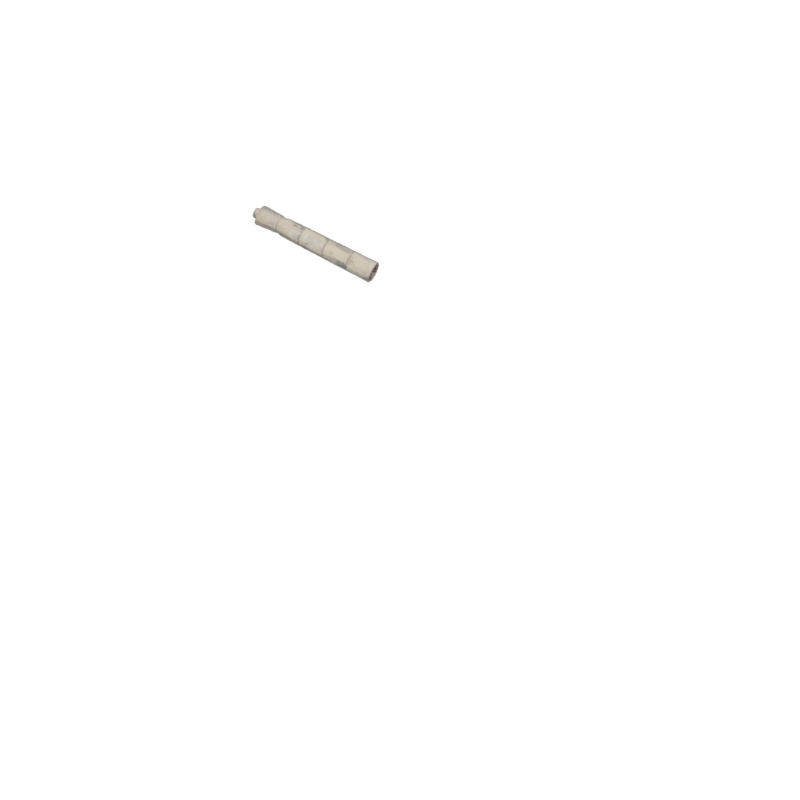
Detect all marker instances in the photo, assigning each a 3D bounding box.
[{"bbox_3d":[-0.075,-0.136,0.954,0.126,0.019,0.019,29,12,18],"label":"marker"}]
